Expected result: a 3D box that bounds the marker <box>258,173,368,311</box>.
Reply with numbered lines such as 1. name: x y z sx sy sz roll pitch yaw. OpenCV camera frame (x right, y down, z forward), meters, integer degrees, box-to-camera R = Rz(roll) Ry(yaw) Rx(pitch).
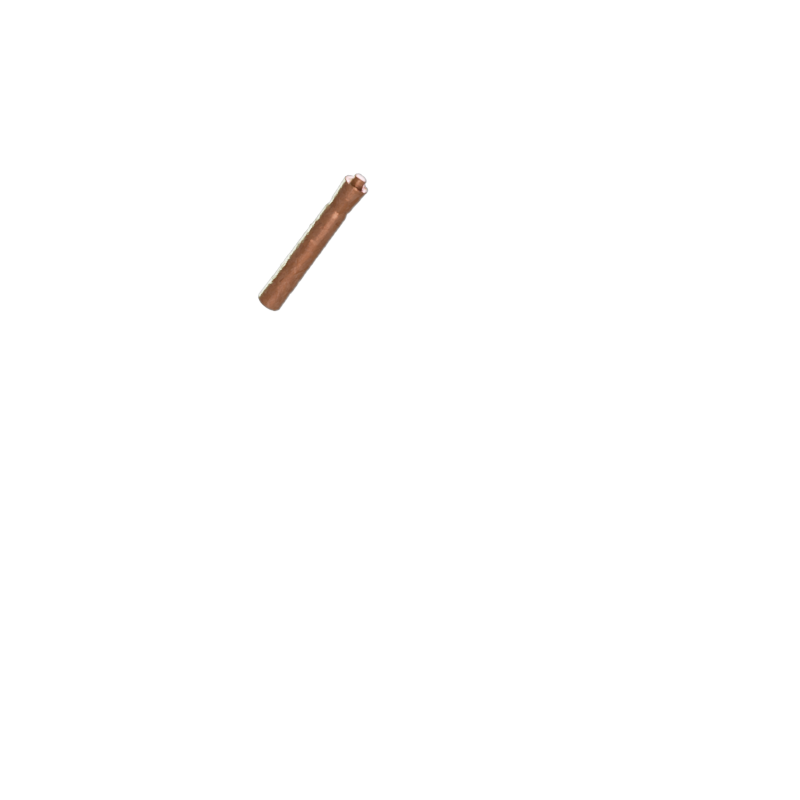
1. marker: -0.061 -0.111 0.776 0.019 0.118 0.021 30 28 -21
